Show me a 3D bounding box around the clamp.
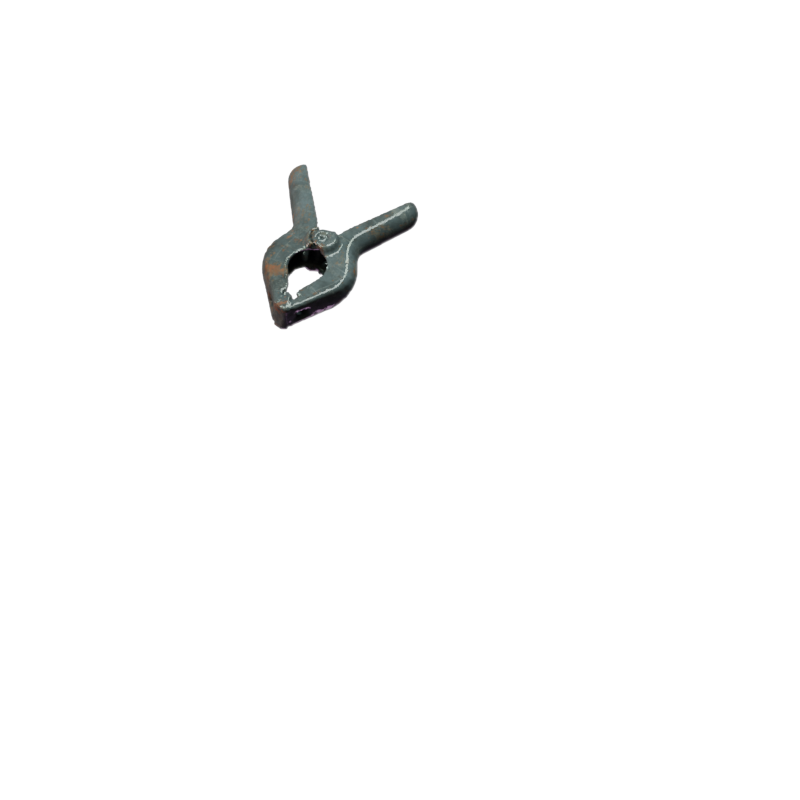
[{"bbox_3d":[-0.074,-0.134,0.941,0.125,0.036,0.176,23,51,20],"label":"clamp"}]
